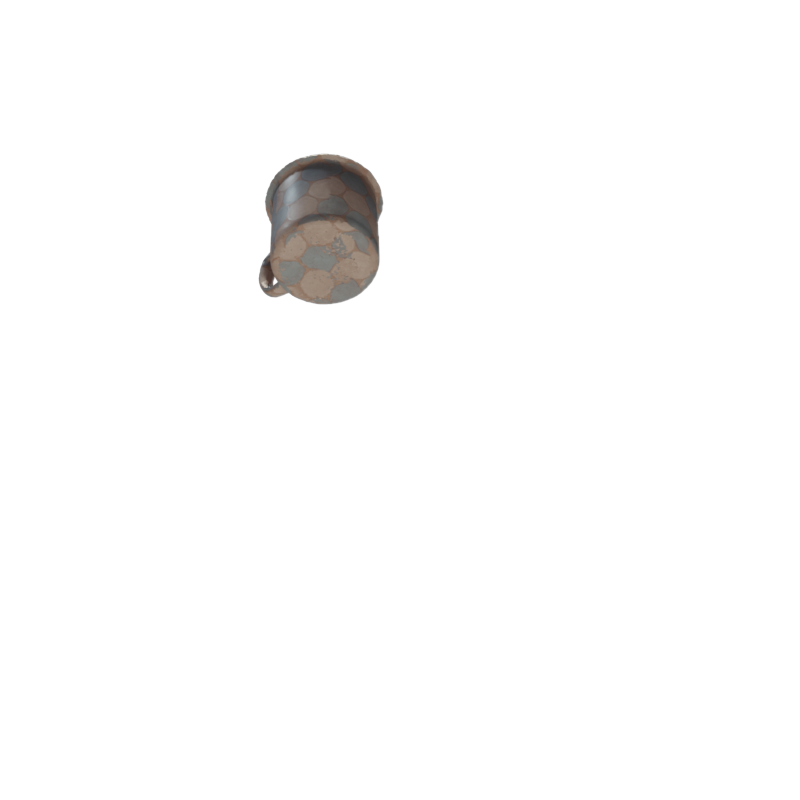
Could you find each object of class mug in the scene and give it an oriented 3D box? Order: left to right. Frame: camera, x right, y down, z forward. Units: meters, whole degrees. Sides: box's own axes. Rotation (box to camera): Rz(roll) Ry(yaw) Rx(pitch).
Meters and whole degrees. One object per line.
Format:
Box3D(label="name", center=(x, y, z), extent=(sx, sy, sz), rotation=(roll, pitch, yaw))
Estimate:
Box3D(label="mug", center=(-0.067, -0.121, 0.850), extent=(0.116, 0.087, 0.088), rotation=(-35, -57, 25))
